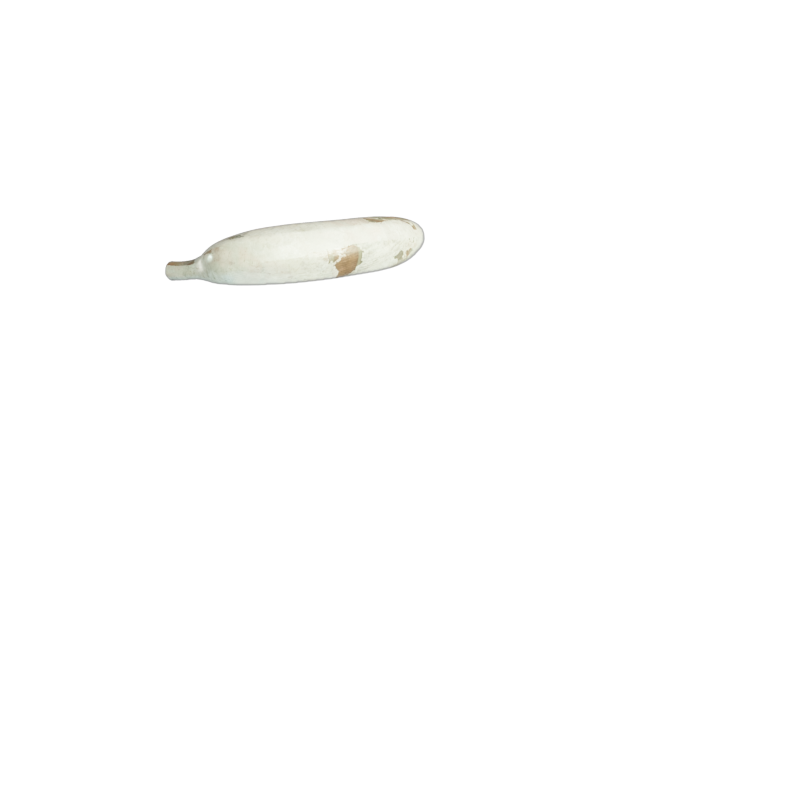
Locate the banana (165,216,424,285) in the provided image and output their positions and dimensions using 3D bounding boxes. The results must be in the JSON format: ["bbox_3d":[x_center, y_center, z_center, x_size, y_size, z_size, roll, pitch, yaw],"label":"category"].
[{"bbox_3d":[-0.050,-0.100,0.721,0.193,0.036,0.073,-11,19,-32],"label":"banana"}]
